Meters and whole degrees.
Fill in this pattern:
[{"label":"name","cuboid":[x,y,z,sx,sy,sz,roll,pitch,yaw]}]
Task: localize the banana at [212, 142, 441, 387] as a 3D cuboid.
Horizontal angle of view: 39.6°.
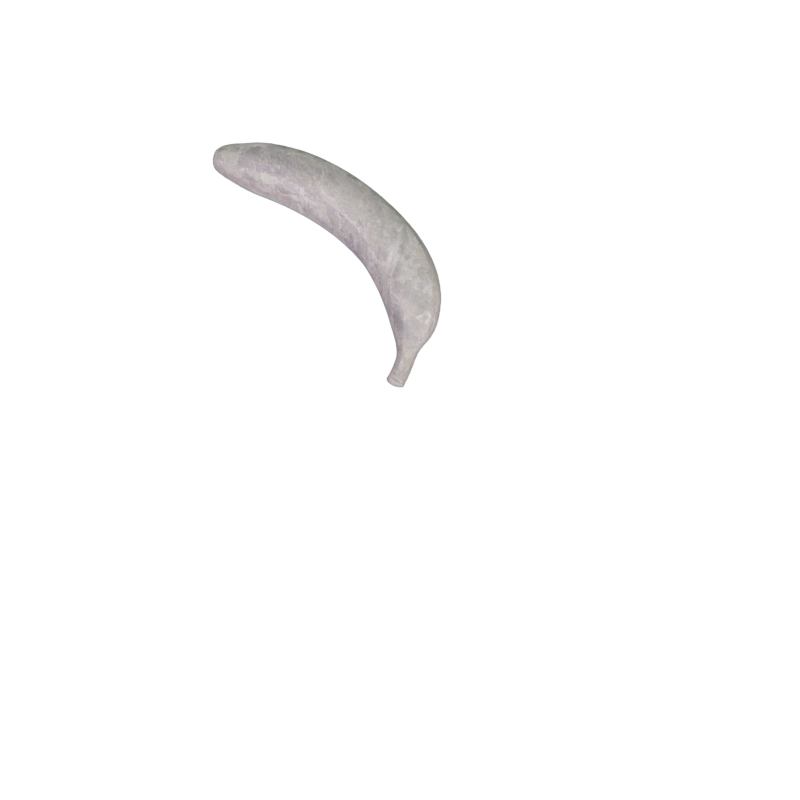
[{"label":"banana","cuboid":[-0.035,-0.102,0.670,0.070,0.211,0.034,-31,-27,-18]}]
